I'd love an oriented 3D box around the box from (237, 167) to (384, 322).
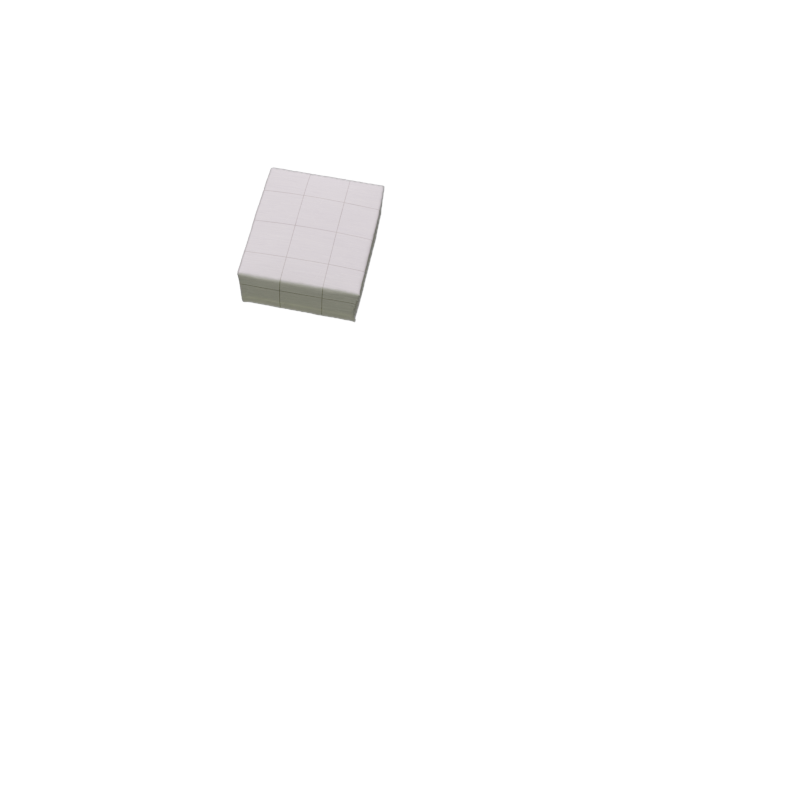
[{"bbox_3d":[-0.065,-0.118,0.829,0.091,0.120,0.036,8,-35,5],"label":"box"}]
